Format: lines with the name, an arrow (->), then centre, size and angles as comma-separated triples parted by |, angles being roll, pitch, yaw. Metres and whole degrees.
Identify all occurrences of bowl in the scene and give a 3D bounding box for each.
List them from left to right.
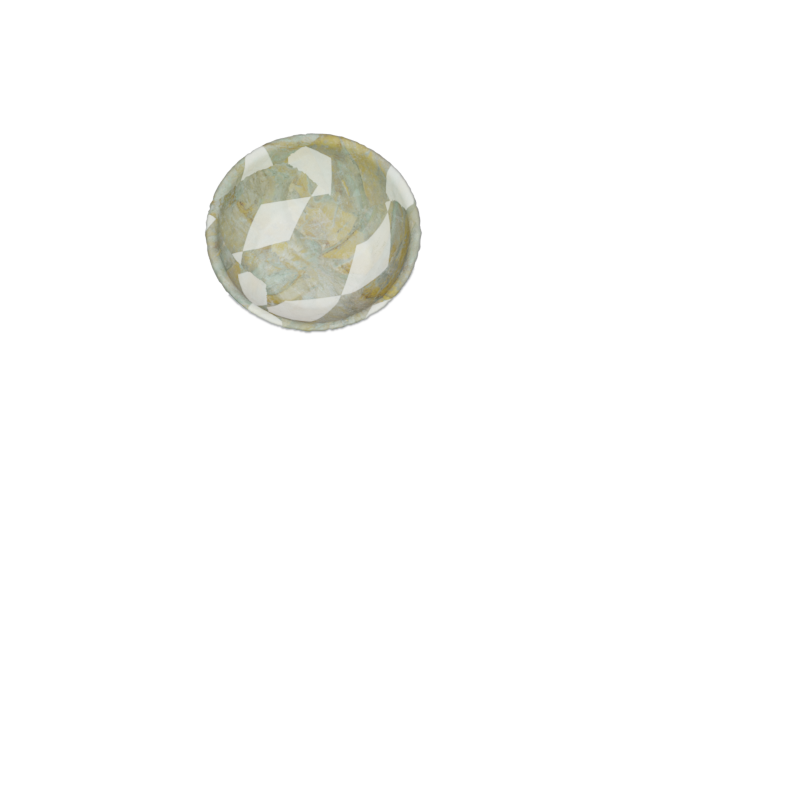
bowl -> -0.067, -0.122, 0.853 | 0.162, 0.170, 0.052 | -1, -21, -1
